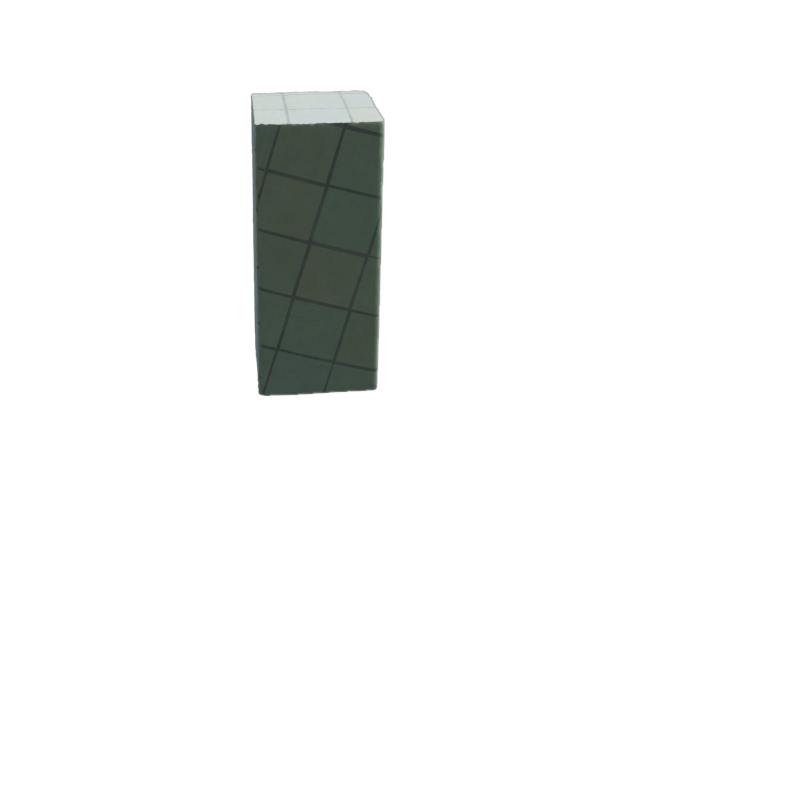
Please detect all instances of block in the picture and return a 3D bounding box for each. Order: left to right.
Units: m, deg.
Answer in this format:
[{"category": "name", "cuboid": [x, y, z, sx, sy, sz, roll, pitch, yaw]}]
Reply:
[{"category": "block", "cuboid": [-0.063, -0.117, 0.818, 0.089, 0.196, 0.096, -2, 23, -8]}]
